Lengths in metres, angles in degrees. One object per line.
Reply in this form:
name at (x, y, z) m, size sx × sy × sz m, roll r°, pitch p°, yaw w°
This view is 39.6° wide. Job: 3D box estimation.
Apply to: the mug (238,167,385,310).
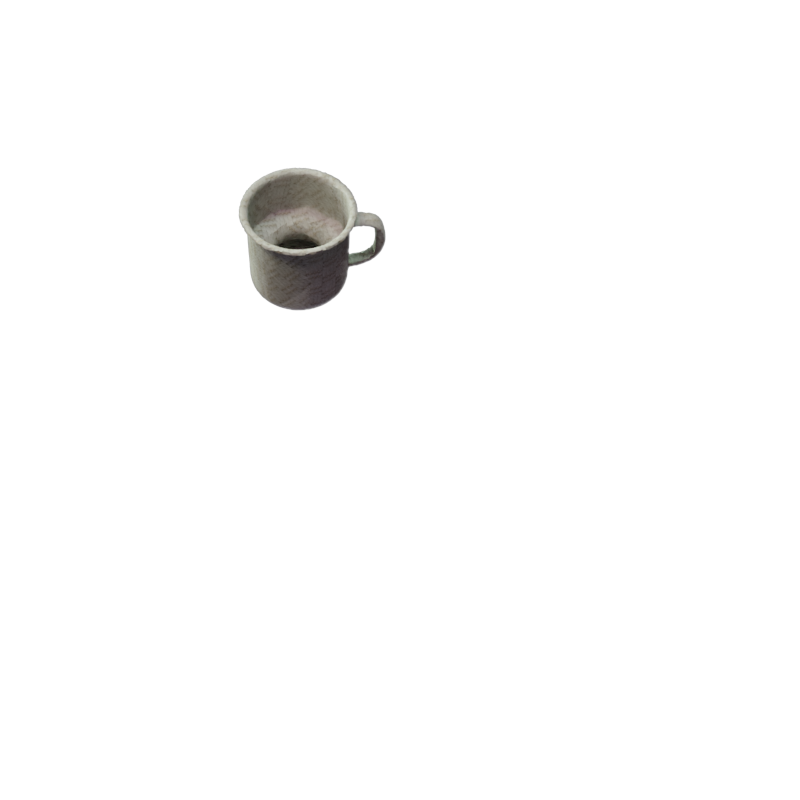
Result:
mug at (-0.070, -0.128, 0.898) m, size 0.116 × 0.100 × 0.076 m, roll -6°, pitch -37°, yaw -6°
